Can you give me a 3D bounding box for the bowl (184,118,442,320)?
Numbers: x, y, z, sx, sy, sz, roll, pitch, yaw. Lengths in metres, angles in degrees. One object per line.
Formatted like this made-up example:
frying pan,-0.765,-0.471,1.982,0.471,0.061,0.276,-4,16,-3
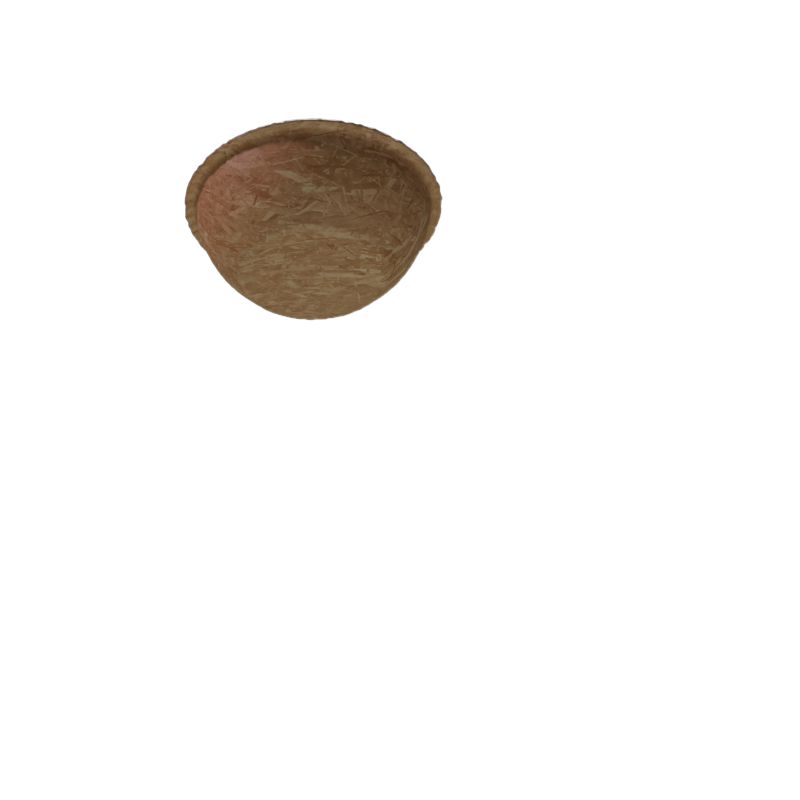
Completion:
bowl,-0.053,-0.097,0.683,0.162,0.059,0.151,1,-35,-2
